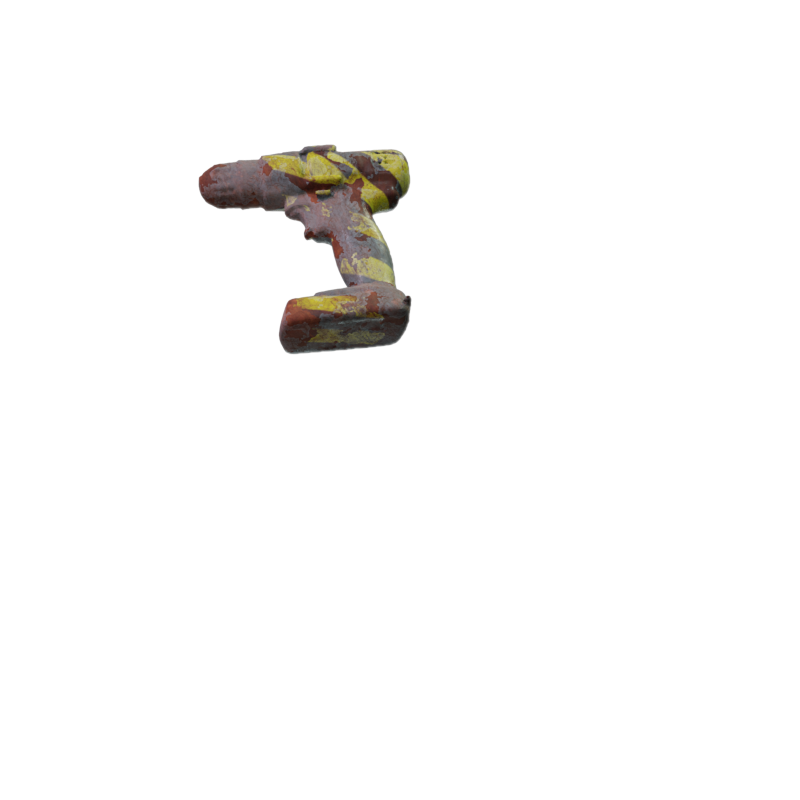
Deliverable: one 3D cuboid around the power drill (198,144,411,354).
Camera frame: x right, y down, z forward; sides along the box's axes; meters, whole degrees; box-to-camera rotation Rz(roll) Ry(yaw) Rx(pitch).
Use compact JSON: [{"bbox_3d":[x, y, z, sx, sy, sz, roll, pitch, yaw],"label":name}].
[{"bbox_3d":[-0.073,-0.133,0.928,0.183,0.201,0.054,-6,-32,-4],"label":"power drill"}]
